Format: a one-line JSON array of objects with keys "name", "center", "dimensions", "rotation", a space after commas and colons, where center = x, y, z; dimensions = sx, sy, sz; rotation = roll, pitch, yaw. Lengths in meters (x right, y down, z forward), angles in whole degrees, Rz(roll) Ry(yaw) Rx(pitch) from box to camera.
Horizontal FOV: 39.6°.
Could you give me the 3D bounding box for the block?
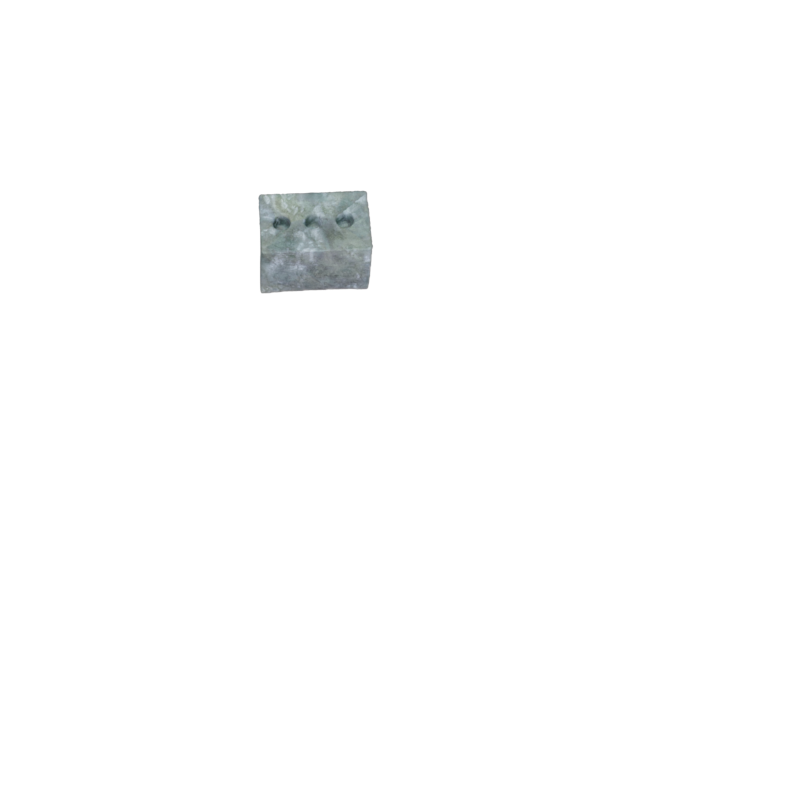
[{"name": "block", "center": [-0.061, -0.111, 0.779], "dimensions": [0.078, 0.056, 0.048], "rotation": [-3, -31, -3]}]
